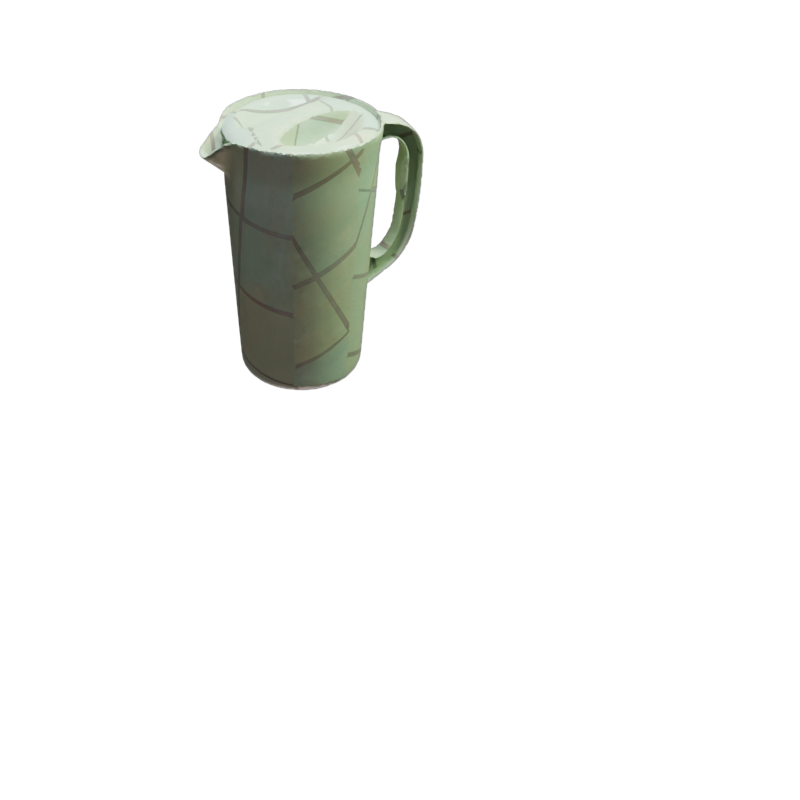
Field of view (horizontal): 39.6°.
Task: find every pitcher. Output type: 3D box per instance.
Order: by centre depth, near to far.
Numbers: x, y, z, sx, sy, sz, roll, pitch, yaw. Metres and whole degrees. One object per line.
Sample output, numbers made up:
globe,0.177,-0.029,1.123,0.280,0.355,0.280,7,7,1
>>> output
pitcher,-0.074,-0.135,0.947,0.155,0.228,0.149,15,35,19
